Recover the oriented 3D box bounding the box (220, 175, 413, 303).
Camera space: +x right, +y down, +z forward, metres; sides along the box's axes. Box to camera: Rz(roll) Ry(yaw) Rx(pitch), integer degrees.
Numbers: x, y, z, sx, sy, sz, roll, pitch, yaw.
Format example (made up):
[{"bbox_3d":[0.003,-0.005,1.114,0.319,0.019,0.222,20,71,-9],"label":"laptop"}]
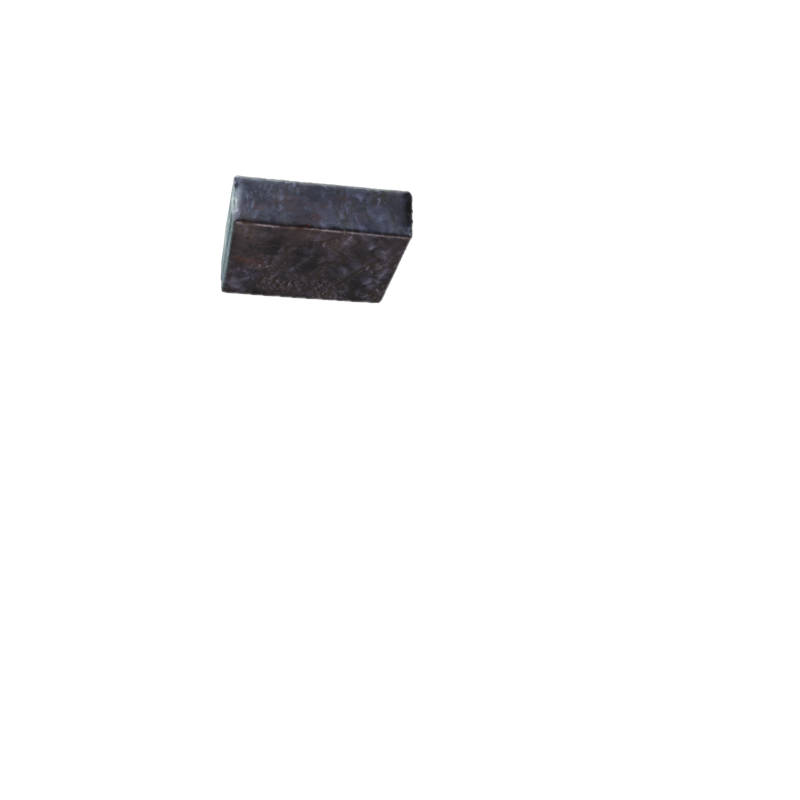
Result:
[{"bbox_3d":[-0.044,-0.080,0.561,0.088,0.032,0.070,4,-25,-9],"label":"box"}]
